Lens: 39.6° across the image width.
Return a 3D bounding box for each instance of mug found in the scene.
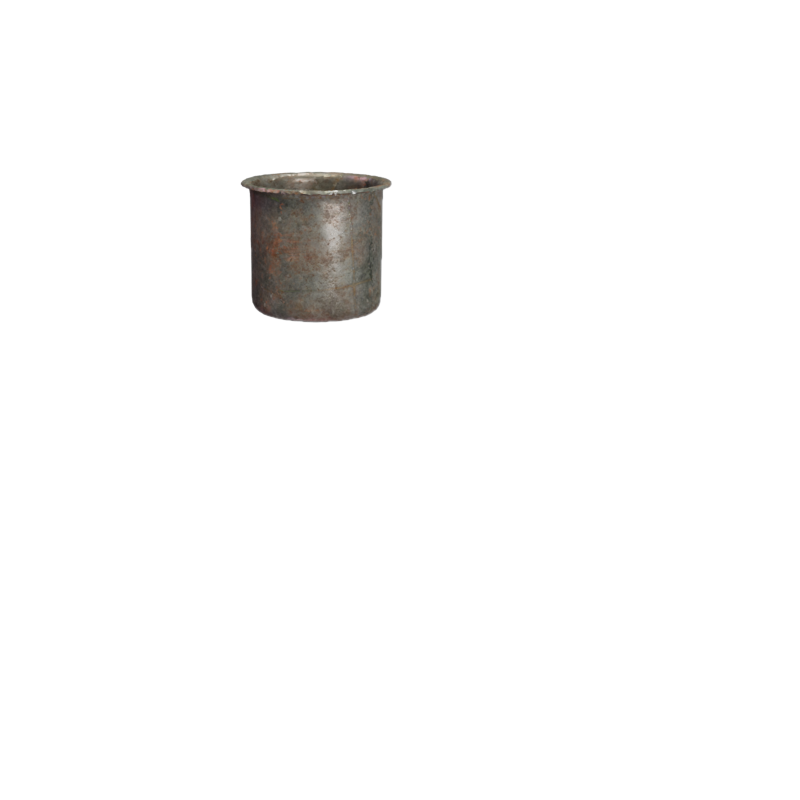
[{"bbox_3d":[-0.055,-0.100,0.702,0.092,0.079,0.123,-3,16,-12],"label":"mug"}]
